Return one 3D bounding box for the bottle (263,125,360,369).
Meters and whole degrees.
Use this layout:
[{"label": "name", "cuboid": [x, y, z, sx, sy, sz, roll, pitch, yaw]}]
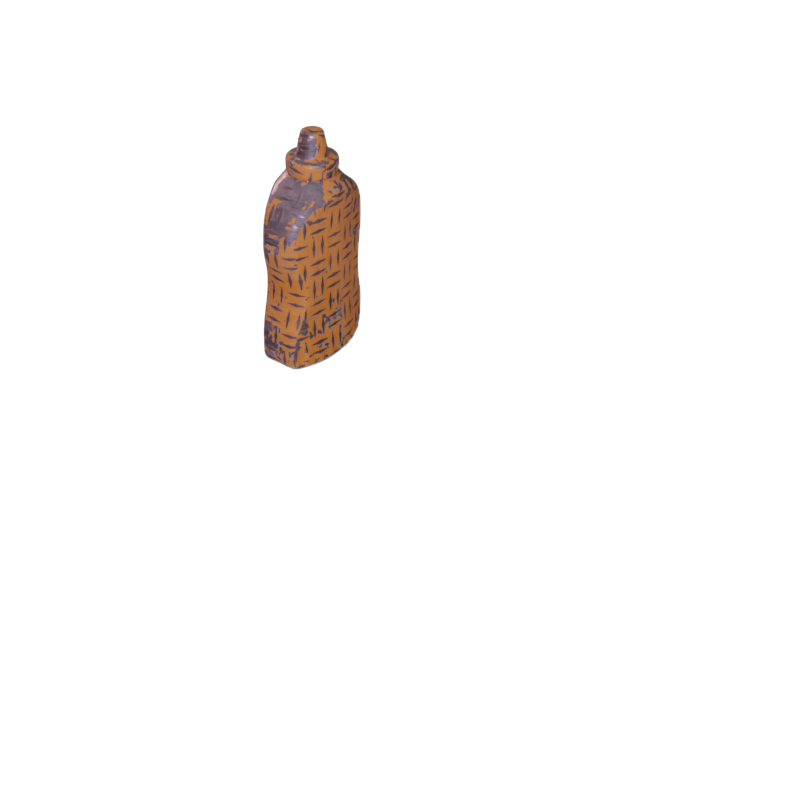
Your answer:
[{"label": "bottle", "cuboid": [-0.069, -0.125, 0.877, 0.062, 0.180, 0.097, 23, 38, 29]}]
